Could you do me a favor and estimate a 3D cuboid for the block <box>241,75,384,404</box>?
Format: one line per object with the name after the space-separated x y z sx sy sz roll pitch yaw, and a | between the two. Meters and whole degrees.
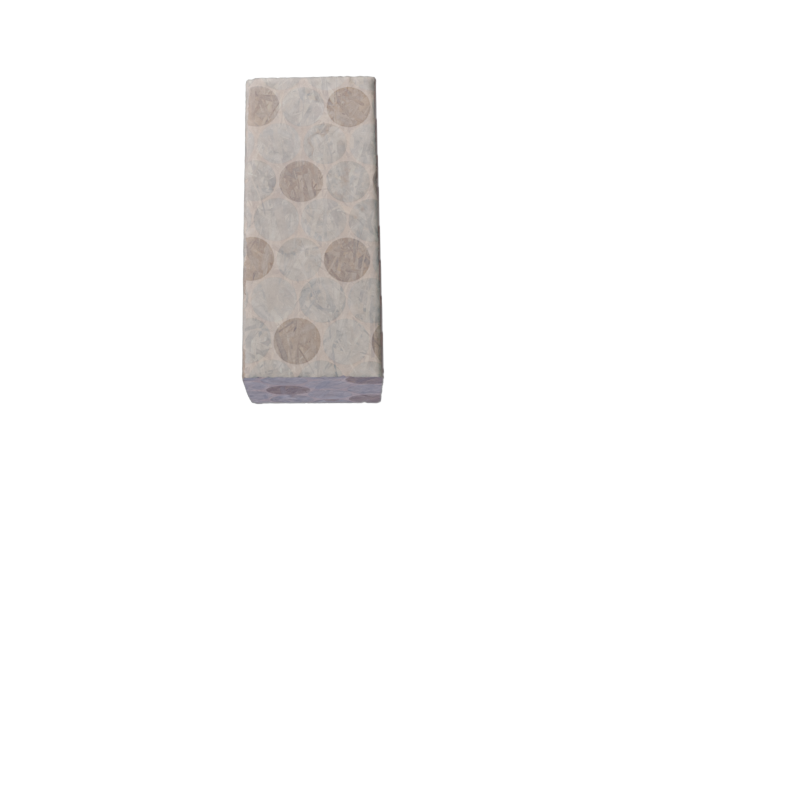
-0.059 -0.108 0.755 0.091 0.215 0.086 -1 -17 -1 | block
